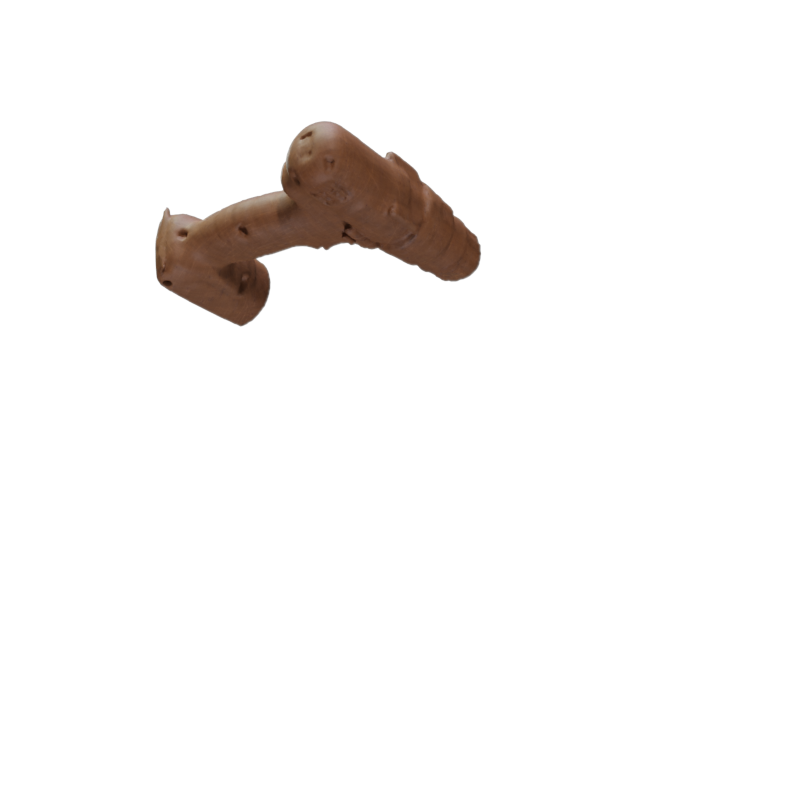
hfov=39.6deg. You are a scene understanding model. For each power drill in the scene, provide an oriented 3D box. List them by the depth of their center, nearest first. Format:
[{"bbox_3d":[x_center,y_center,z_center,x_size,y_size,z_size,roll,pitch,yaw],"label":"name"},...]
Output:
[{"bbox_3d":[-0.060,-0.109,0.762,0.189,0.061,0.172,-19,-33,32],"label":"power drill"}]
